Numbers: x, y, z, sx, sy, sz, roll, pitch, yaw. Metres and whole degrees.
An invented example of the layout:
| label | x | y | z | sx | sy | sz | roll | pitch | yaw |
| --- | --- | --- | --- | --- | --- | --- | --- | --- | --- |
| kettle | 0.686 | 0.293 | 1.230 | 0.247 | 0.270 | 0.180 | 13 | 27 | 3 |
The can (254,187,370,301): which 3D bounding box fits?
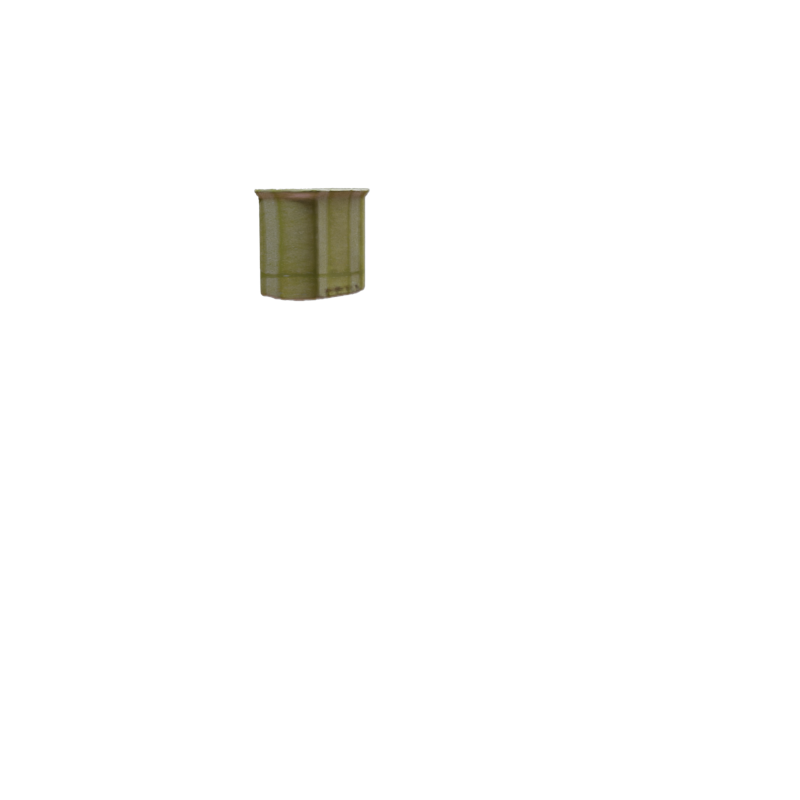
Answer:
| label | x | y | z | sx | sy | sz | roll | pitch | yaw |
| --- | --- | --- | --- | --- | --- | --- | --- | --- | --- |
| can | -0.068 | -0.124 | 0.867 | 0.060 | 0.083 | 0.099 | 4 | 8 | 31 |
